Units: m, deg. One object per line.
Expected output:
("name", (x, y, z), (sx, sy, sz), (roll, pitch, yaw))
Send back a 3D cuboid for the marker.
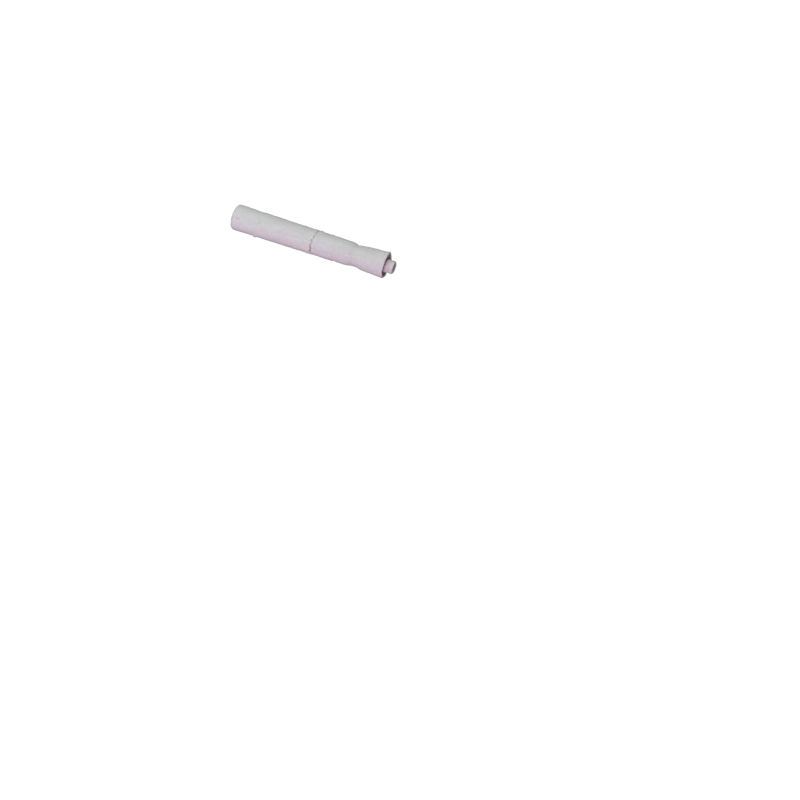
("marker", (-0.060, -0.110, 0.770), (0.125, 0.019, 0.019), (20, 9, 16))
